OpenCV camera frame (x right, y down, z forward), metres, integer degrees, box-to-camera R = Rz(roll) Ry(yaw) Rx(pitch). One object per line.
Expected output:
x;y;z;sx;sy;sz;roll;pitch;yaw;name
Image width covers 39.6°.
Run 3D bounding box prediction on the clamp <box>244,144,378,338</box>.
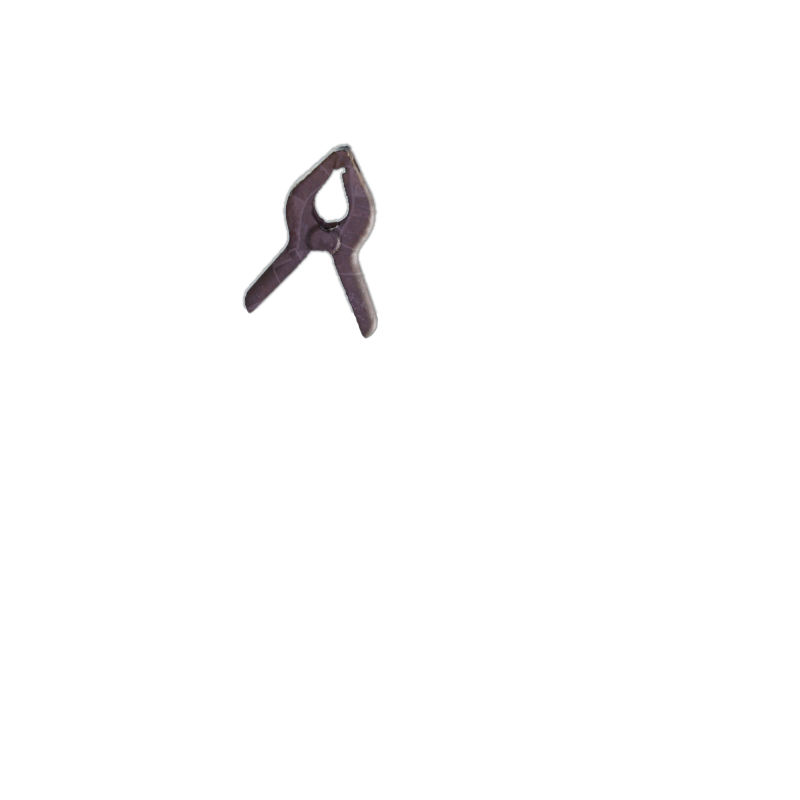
-0.076;-0.139;0.974;0.120;0.166;0.040;3;14;-1;clamp
